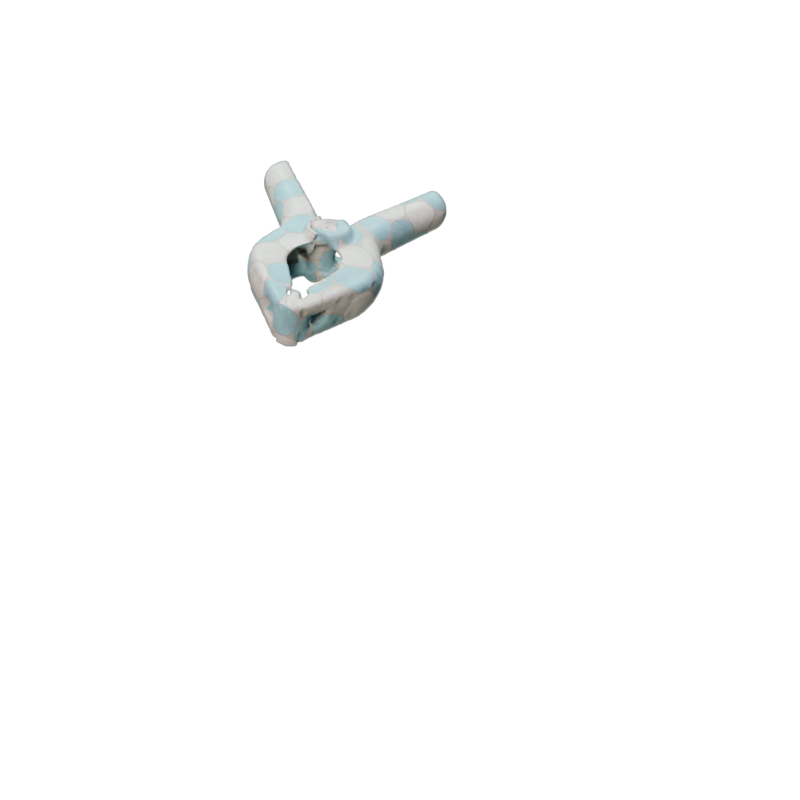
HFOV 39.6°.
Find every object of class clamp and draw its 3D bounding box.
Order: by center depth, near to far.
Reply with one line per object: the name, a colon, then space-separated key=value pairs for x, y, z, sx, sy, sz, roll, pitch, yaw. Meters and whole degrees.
clamp: x=-0.053 y=-0.096 z=0.671 sx=0.124 sy=0.037 sz=0.177 roll=13 pitch=36 yaw=18
